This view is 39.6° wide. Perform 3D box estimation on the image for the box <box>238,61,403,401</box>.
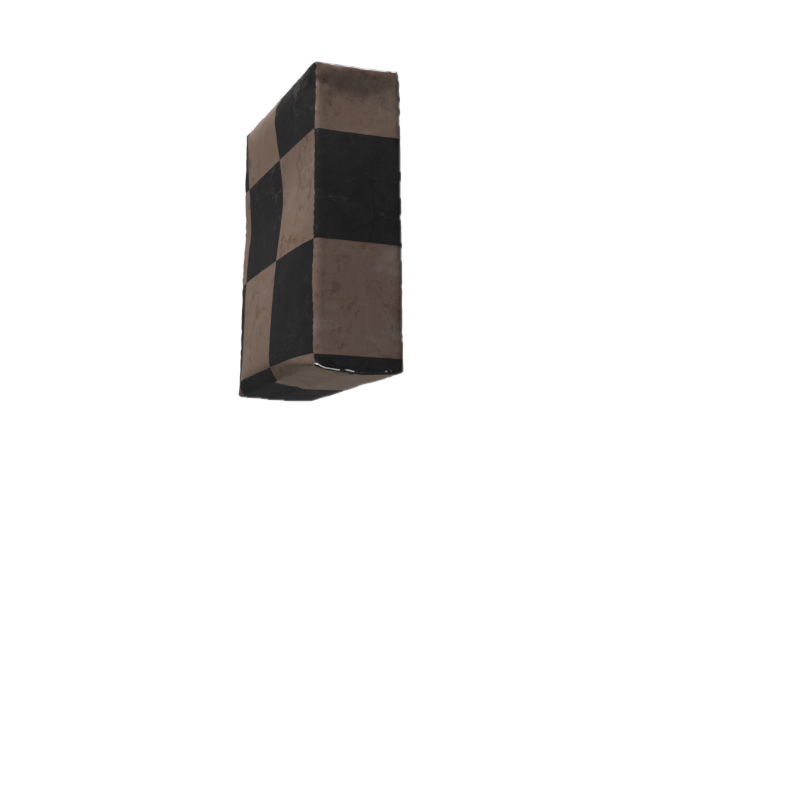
[{"bbox_3d":[-0.063,-0.115,0.803,0.069,0.221,0.164,5,-13,-24],"label":"box"}]
